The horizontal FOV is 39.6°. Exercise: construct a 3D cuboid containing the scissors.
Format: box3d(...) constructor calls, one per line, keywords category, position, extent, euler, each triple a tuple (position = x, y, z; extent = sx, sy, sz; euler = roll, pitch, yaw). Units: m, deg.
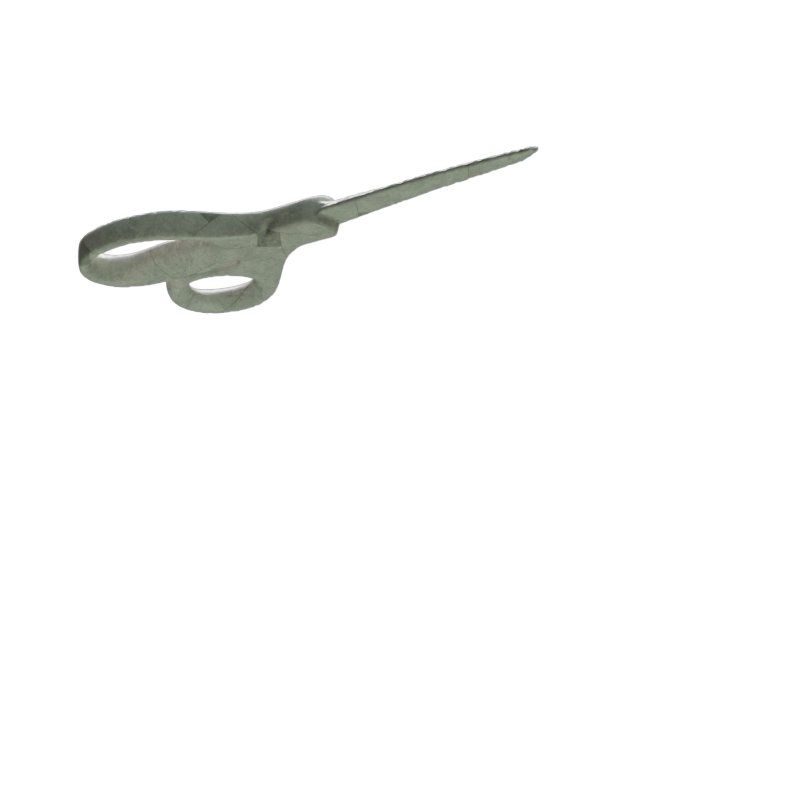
box3d(category="scissors", position=(-0.036, -0.065, 0.459), extent=(0.205, 0.016, 0.090), euler=(-6, -18, 18))
